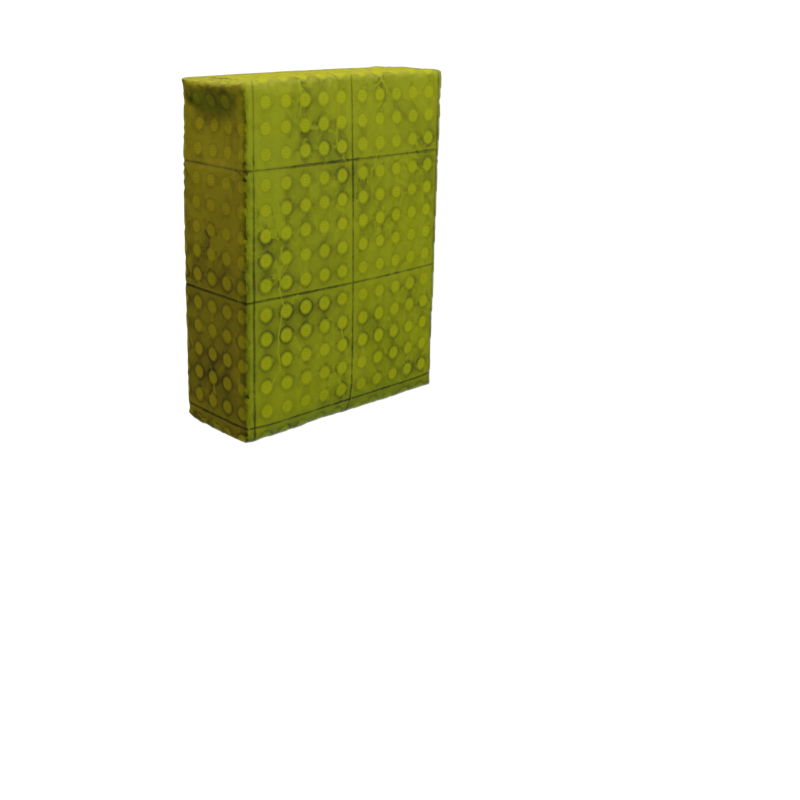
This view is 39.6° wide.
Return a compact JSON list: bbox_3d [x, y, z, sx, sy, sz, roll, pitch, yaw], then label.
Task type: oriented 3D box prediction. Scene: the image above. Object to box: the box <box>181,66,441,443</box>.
[{"bbox_3d":[-0.055,-0.100,0.701,0.160,0.207,0.076,-14,20,-43],"label":"box"}]
